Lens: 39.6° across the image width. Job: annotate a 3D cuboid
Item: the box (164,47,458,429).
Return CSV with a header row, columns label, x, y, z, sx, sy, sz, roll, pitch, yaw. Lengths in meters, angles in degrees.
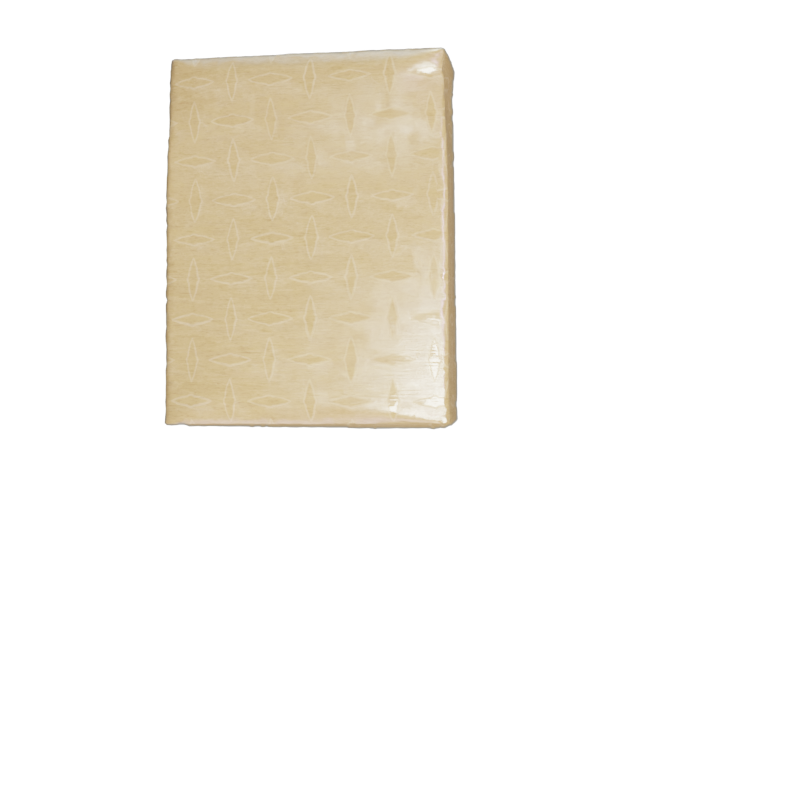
label,x,y,z,sx,sy,sz,roll,pitch,yaw
box,-0.051,-0.092,0.648,0.166,0.216,0.070,-1,-4,9
